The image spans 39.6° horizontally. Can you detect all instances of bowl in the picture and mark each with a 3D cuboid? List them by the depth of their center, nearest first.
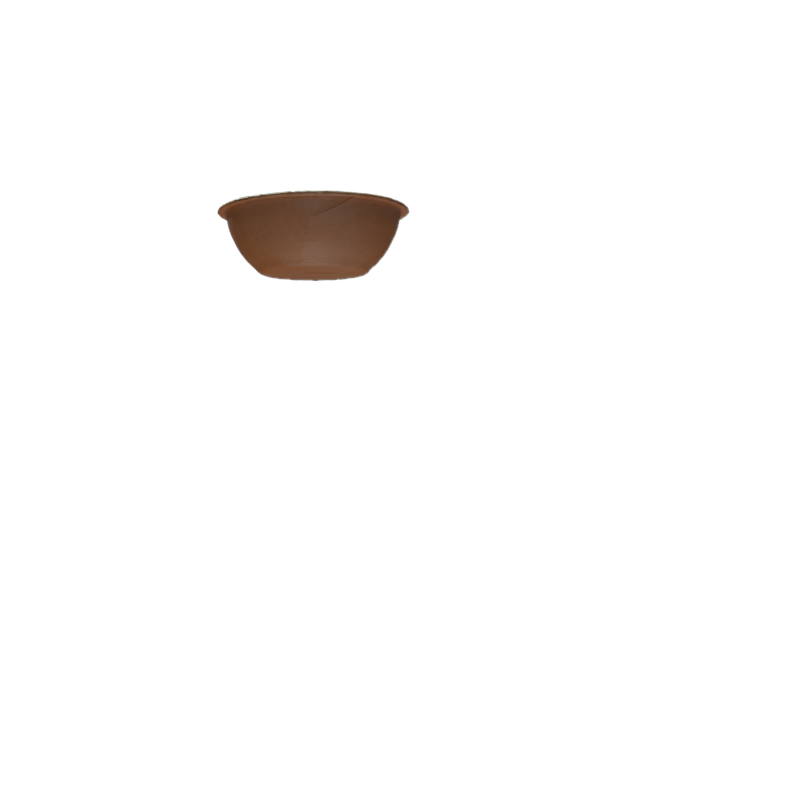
[{"bbox_3d":[-0.073,-0.133,0.933,0.162,0.056,0.160,0,-2,-2],"label":"bowl"}]
